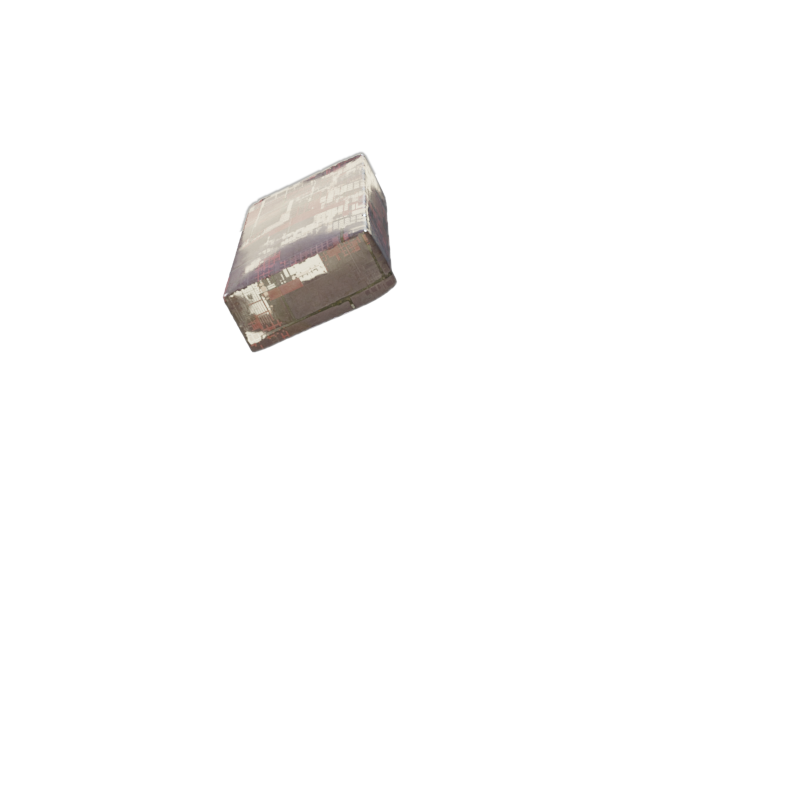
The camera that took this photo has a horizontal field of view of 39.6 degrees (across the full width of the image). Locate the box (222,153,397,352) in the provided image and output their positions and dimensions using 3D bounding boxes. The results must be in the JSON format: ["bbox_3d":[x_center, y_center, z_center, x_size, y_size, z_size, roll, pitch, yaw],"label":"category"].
[{"bbox_3d":[-0.055,-0.100,0.696,0.093,0.045,0.186,-24,26,8],"label":"box"}]
